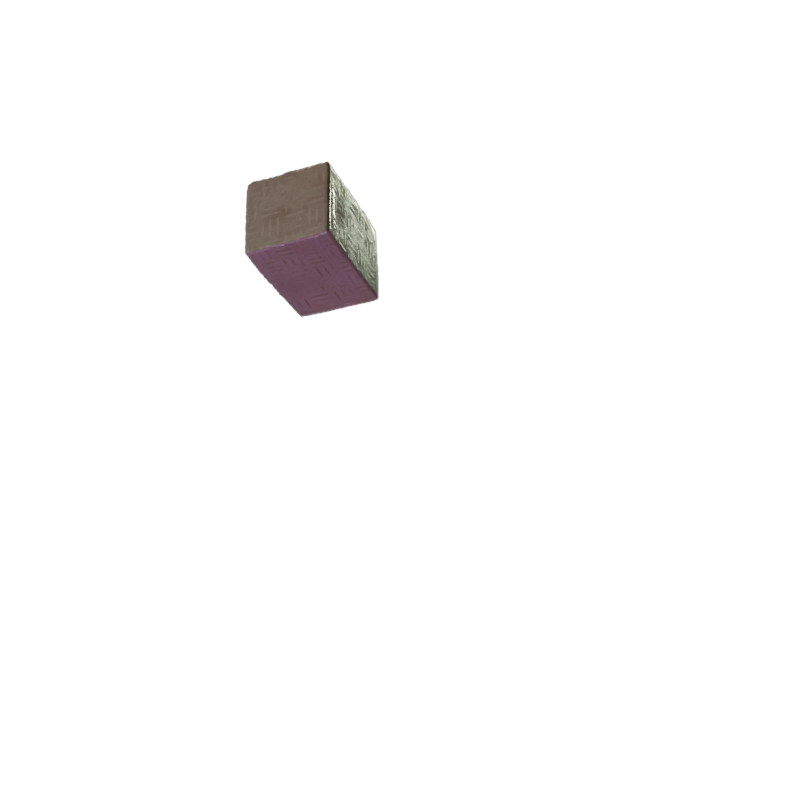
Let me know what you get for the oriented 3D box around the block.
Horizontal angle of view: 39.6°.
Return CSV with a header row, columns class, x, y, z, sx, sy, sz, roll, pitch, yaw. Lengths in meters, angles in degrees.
class,x,y,z,sx,sy,sz,roll,pitch,yaw
block,-0.051,-0.092,0.646,0.053,0.055,0.072,-12,-32,18
